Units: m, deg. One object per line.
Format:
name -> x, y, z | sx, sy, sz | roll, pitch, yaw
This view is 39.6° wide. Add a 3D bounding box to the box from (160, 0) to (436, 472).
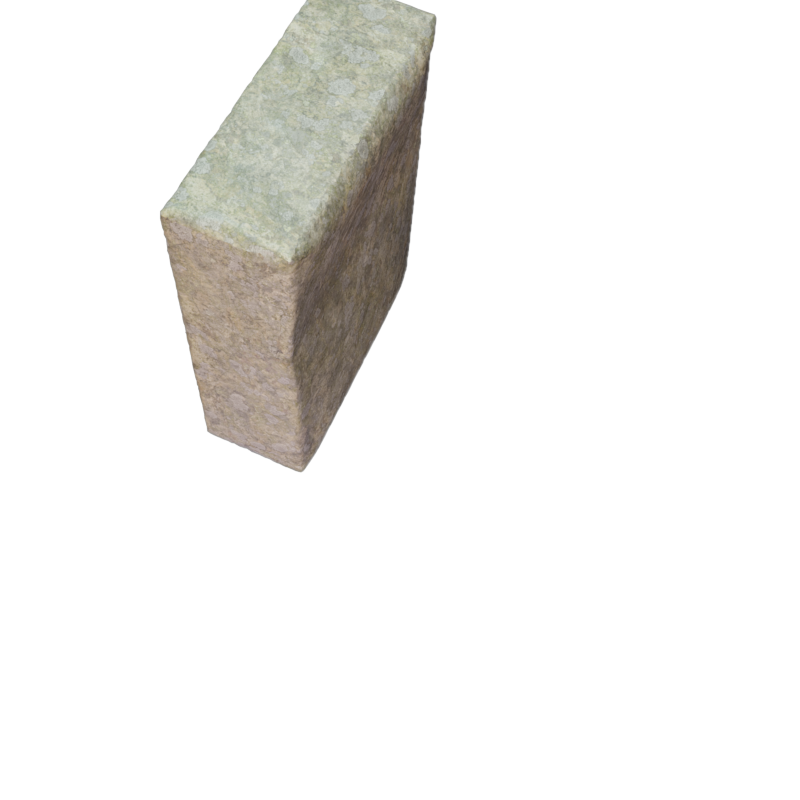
box -> -0.046, -0.083, 0.581 | 0.073, 0.171, 0.201 | 21, -29, 8
